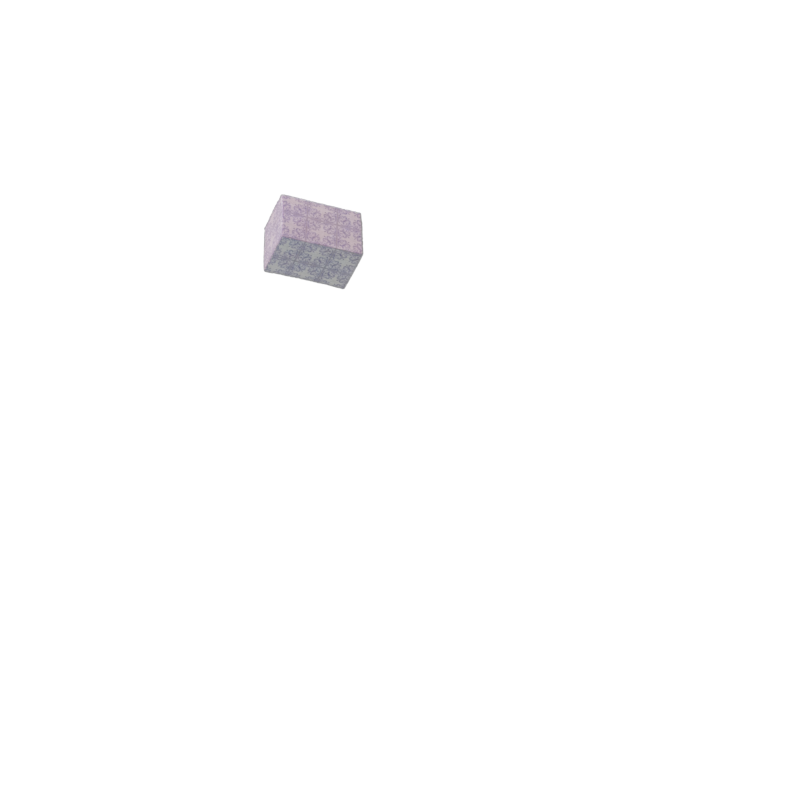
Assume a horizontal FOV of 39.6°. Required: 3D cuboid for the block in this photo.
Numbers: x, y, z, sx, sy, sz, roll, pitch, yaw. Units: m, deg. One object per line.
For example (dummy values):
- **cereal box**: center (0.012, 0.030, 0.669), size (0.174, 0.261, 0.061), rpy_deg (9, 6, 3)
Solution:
- **block**: center (-0.077, -0.141, 0.985), size (0.076, 0.055, 0.051), rpy_deg (12, -39, -17)
